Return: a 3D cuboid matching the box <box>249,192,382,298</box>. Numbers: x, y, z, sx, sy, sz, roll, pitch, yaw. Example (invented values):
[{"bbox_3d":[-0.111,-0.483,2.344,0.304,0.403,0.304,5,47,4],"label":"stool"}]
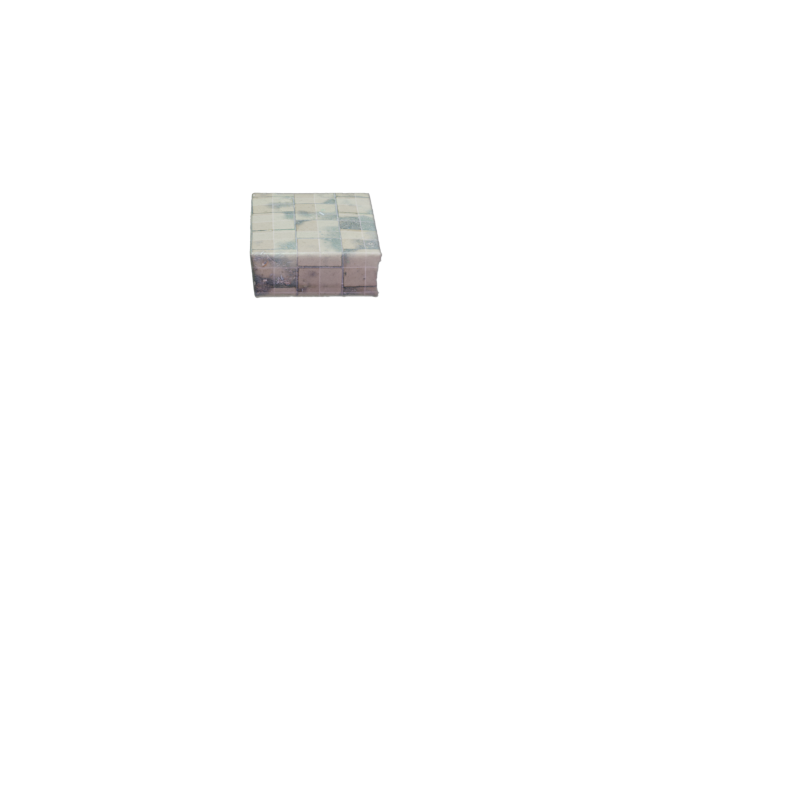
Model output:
[{"bbox_3d":[-0.063,-0.114,0.798,0.089,0.037,0.121,-2,33,-4],"label":"box"}]
